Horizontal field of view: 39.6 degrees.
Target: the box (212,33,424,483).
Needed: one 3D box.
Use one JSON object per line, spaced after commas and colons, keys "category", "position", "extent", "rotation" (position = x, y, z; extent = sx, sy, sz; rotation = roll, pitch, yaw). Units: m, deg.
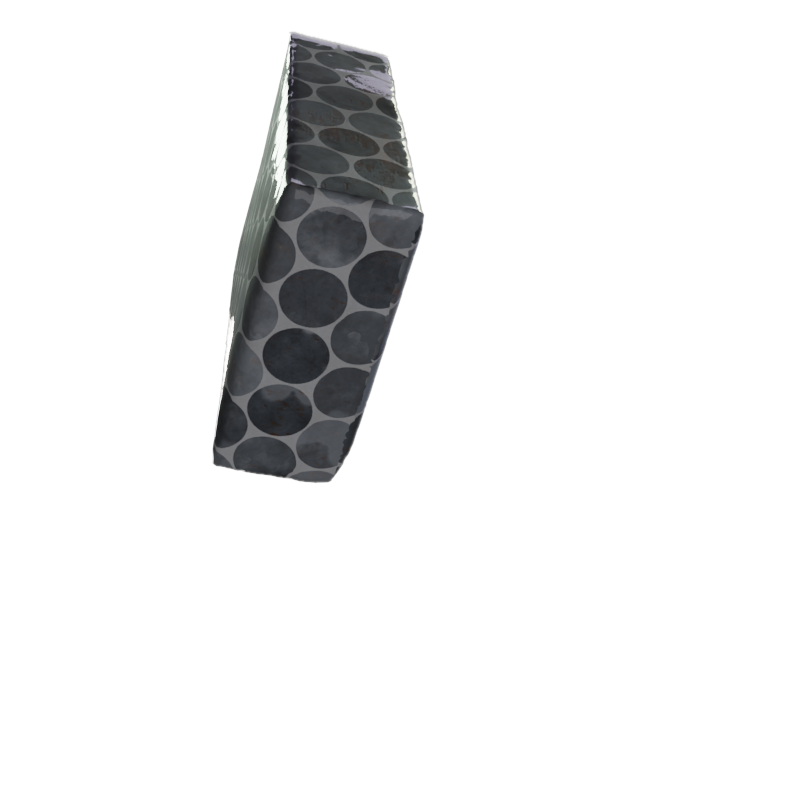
{"category": "box", "position": [-0.048, -0.087, 0.611], "extent": [0.071, 0.156, 0.228], "rotation": [12, 31, -12]}
